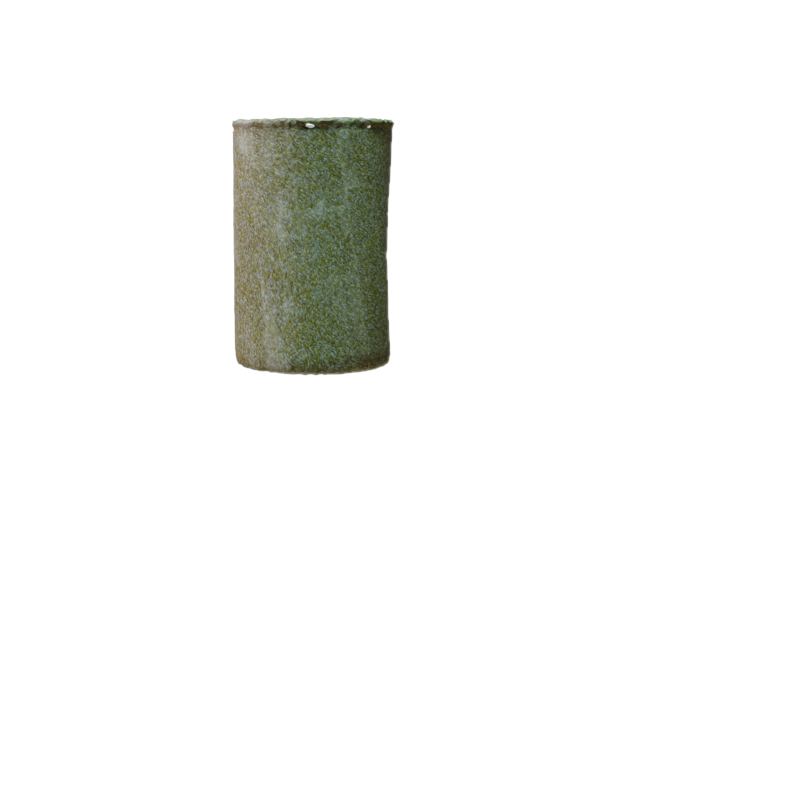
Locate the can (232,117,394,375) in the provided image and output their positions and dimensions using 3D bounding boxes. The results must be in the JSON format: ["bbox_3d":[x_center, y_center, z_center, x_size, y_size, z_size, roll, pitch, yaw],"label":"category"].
[{"bbox_3d":[-0.037,-0.067,0.468,0.068,0.101,0.070,0,7,-2],"label":"can"}]
